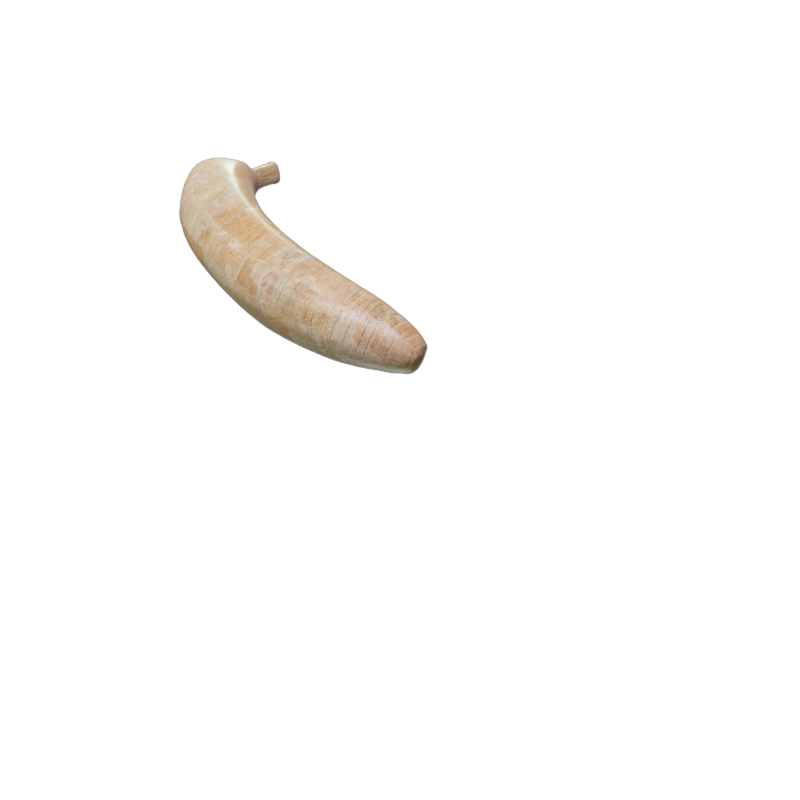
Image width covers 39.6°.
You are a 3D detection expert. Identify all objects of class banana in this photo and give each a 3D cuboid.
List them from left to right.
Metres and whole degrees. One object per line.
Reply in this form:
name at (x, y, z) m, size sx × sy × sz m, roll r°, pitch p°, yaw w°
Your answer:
banana at (-0.058, -0.070, 0.499) m, size 0.068 × 0.034 × 0.214 m, roll -12°, pitch 37°, yaw -18°
